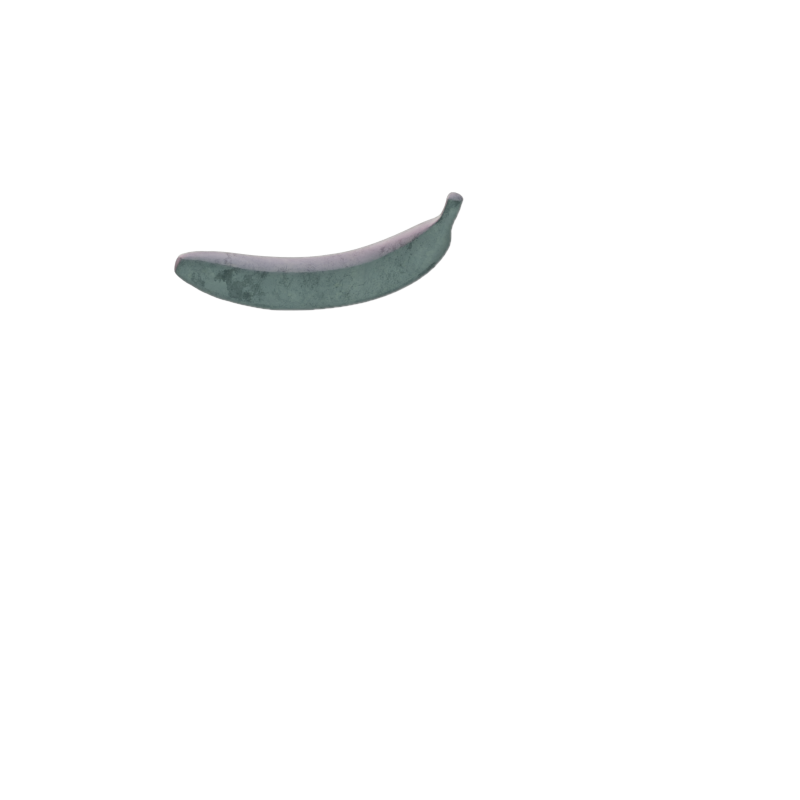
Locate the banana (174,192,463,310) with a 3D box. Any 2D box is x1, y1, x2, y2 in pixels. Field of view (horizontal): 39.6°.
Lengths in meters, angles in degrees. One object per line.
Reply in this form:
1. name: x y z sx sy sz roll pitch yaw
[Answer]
1. banana: -0.050 -0.092 0.748 0.199 0.065 0.039 -13 29 7
